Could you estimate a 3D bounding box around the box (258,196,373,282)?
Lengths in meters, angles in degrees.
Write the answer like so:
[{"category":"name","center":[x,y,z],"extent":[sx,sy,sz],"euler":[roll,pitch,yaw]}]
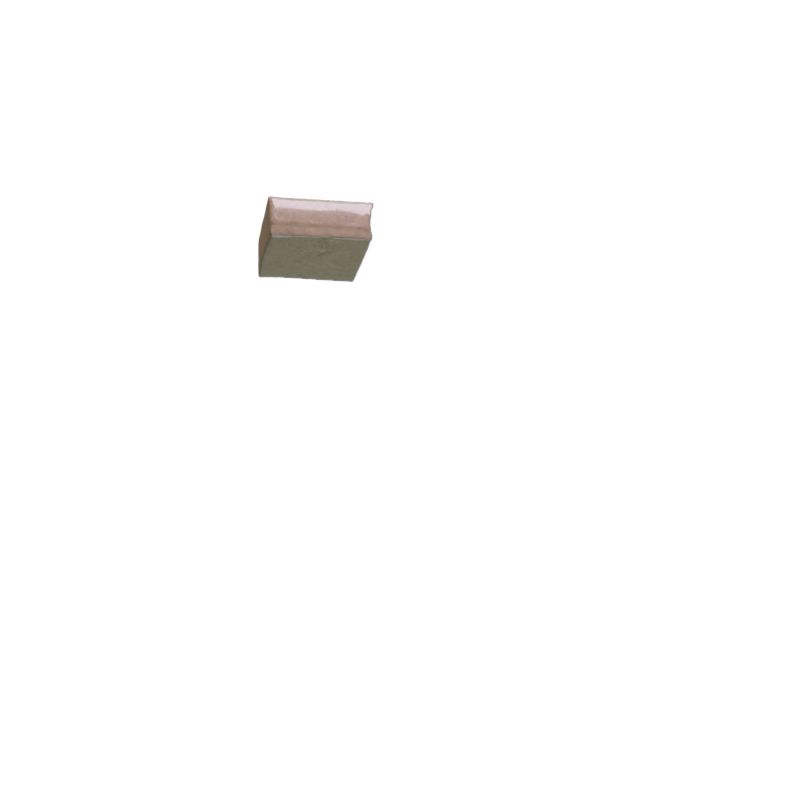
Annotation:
[{"category":"box","center":[-0.076,-0.138,0.969],"extent":[0.089,0.040,0.111],"euler":[2,-13,-10]}]
